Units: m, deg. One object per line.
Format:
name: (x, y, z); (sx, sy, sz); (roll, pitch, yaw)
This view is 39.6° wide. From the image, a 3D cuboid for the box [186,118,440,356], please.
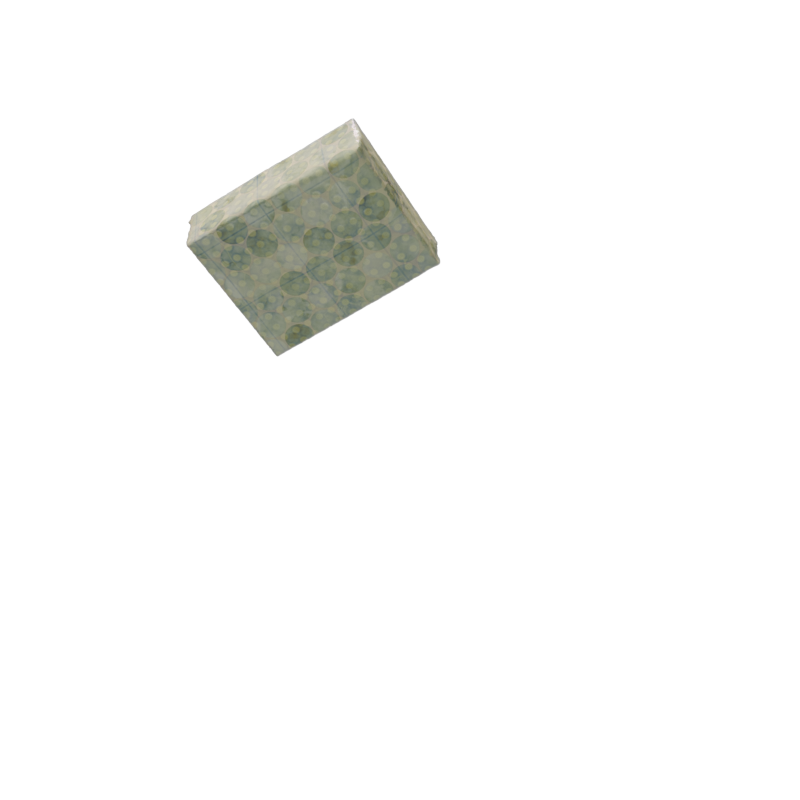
box: (-0.048, -0.088, 0.617); (0.113, 0.084, 0.041); (-27, 29, 16)
